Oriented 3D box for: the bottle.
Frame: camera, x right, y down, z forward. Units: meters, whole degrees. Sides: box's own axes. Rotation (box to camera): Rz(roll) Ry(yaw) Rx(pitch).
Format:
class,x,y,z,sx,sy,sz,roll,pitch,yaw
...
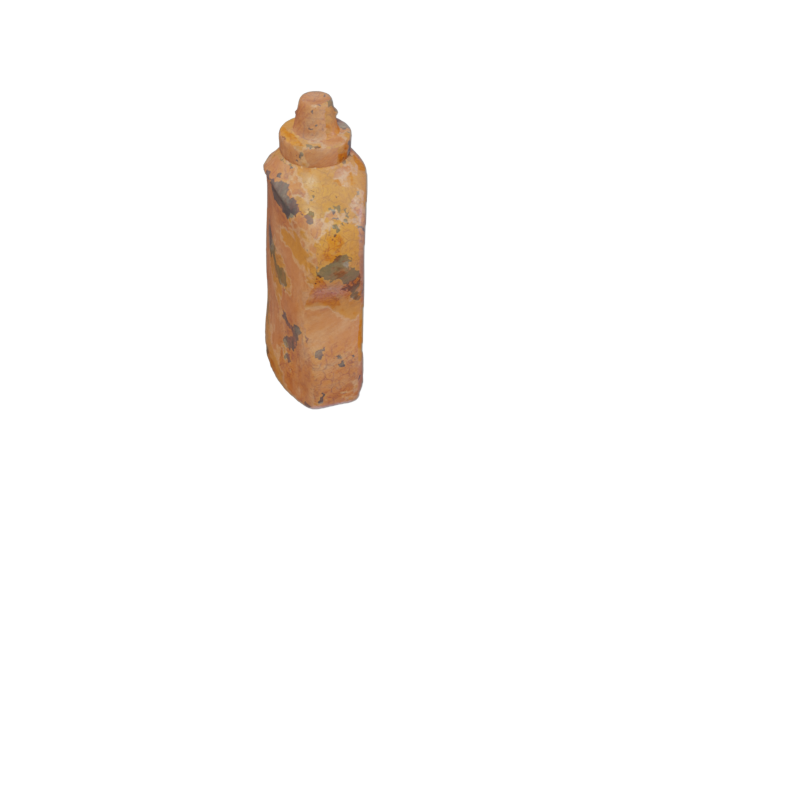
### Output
class,x,y,z,sx,sy,sz,roll,pitch,yaw
bottle,-0.051,-0.094,0.661,0.058,0.179,0.104,-9,39,-15
